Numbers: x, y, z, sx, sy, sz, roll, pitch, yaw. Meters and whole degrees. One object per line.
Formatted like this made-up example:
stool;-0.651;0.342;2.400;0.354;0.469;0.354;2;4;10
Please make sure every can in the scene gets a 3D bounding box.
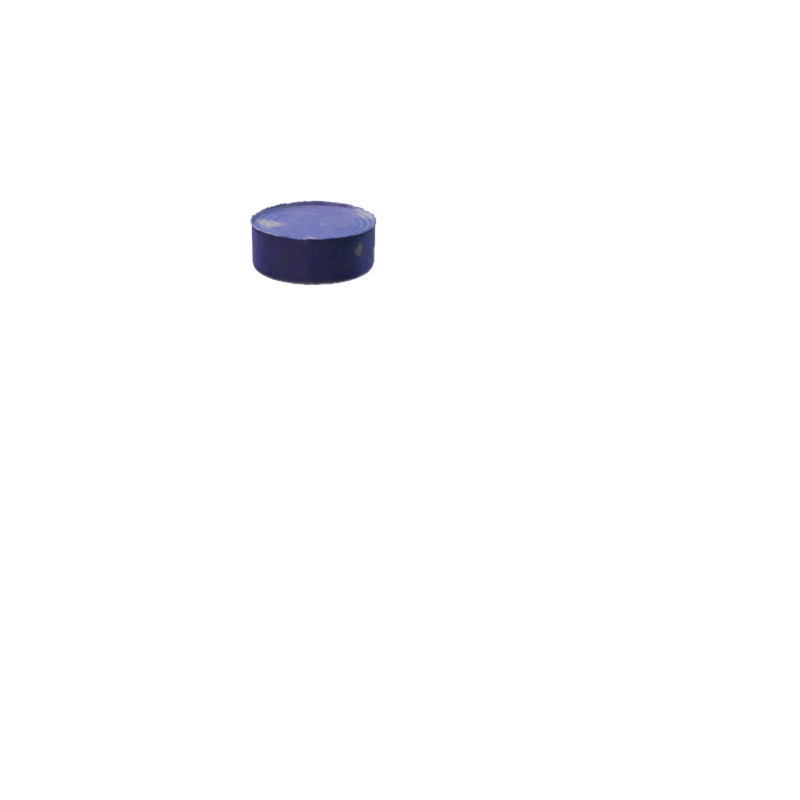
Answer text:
can;-0.059;-0.108;0.760;0.086;0.032;0.090;-1;25;-2
